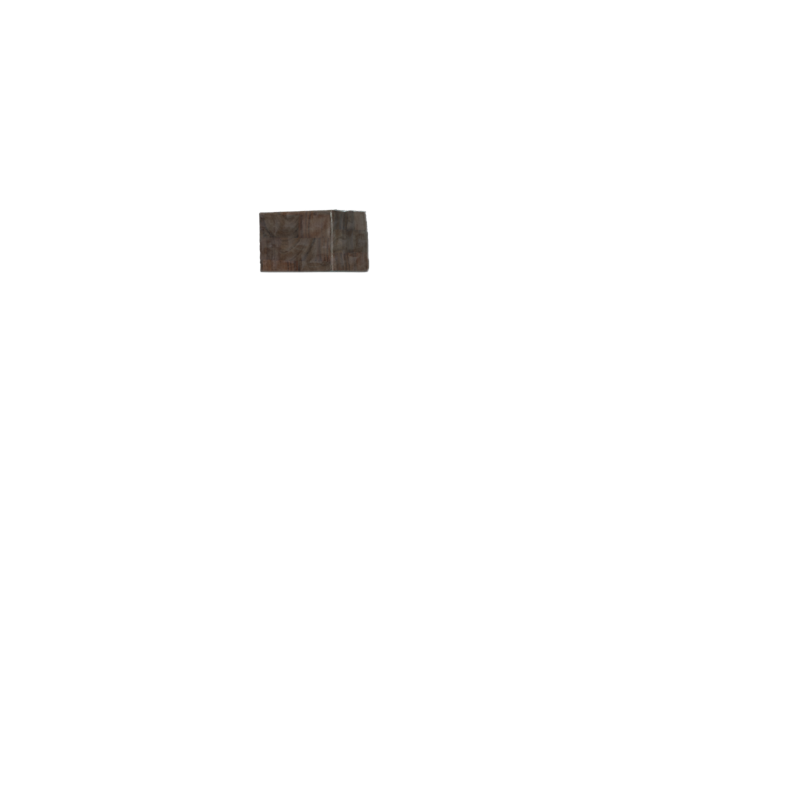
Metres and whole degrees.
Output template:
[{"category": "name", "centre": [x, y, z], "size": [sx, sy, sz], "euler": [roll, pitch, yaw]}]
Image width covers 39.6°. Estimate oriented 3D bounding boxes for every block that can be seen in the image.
[{"category": "block", "centre": [-0.072, -0.131, 0.919], "size": [0.081, 0.051, 0.051], "euler": [3, 4, 34]}]
